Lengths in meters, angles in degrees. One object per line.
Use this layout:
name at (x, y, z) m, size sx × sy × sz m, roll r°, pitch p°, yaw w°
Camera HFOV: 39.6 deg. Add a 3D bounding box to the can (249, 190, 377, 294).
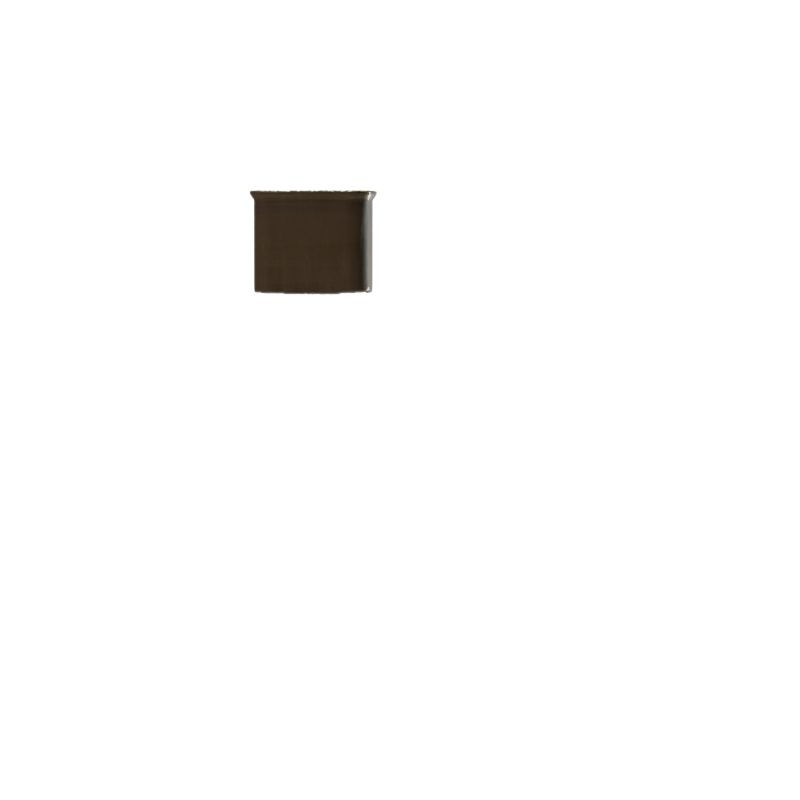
can at (-0.071, -0.130, 0.913) m, size 0.104 × 0.083 × 0.057 m, roll 1°, pitch 4°, yaw 12°
